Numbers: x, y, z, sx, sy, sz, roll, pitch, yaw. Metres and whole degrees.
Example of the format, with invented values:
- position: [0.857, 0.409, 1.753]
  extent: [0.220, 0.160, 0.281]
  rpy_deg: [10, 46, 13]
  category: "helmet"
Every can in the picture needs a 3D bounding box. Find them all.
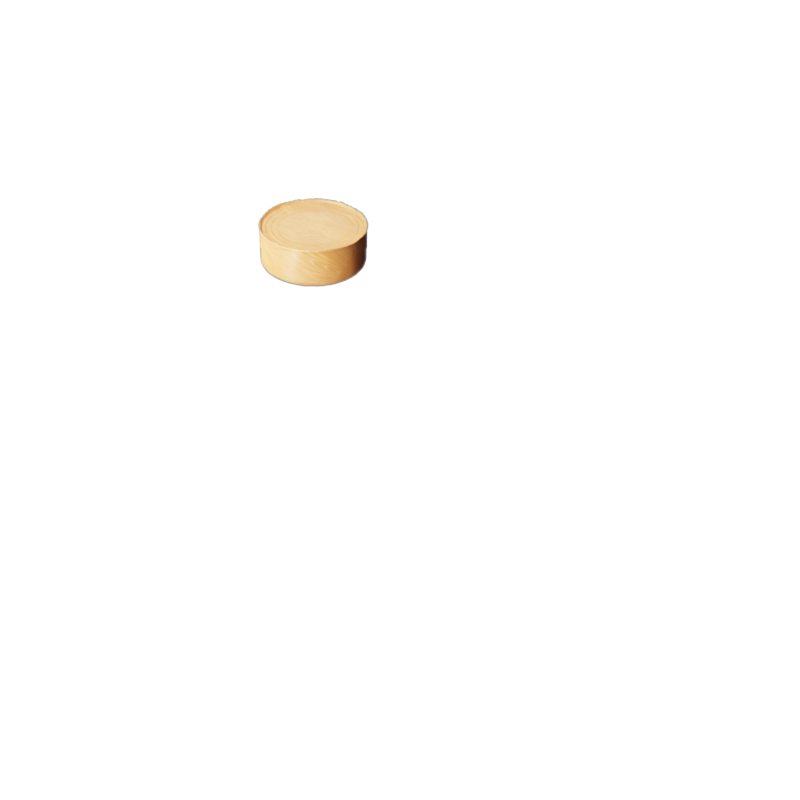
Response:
- position: [-0.068, -0.124, 0.871]
  extent: [0.086, 0.031, 0.092]
  rpy_deg: [-1, 35, -2]
  category: "can"
